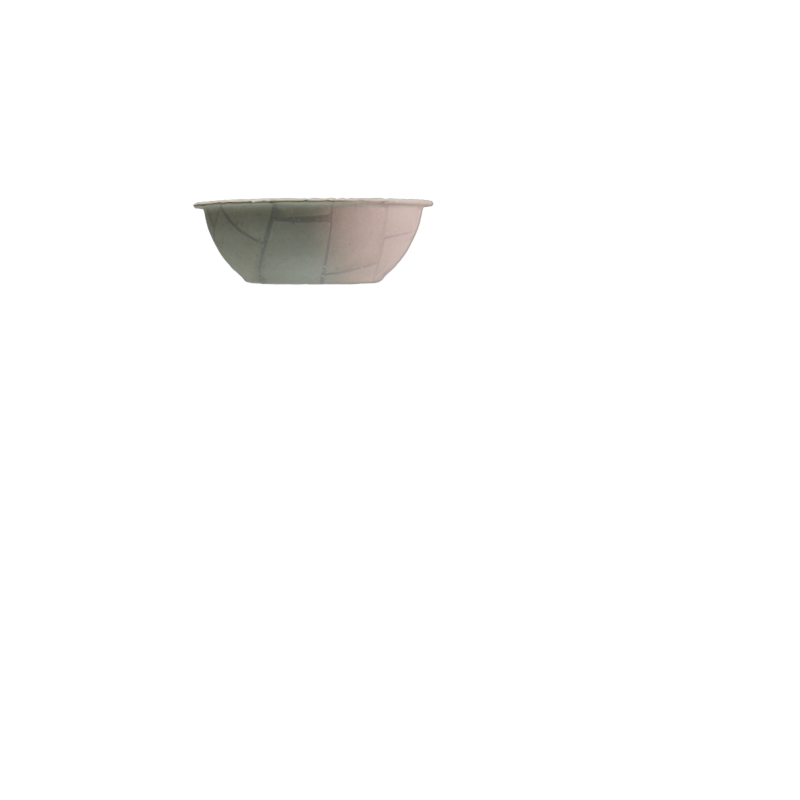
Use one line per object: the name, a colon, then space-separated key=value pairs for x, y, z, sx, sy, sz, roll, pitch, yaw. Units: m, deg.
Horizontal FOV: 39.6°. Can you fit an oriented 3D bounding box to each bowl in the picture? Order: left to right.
bowl: x=-0.059 y=-0.107 z=0.747 sx=0.162 sy=0.055 sz=0.164 roll=0 pitch=7 yaw=-2
